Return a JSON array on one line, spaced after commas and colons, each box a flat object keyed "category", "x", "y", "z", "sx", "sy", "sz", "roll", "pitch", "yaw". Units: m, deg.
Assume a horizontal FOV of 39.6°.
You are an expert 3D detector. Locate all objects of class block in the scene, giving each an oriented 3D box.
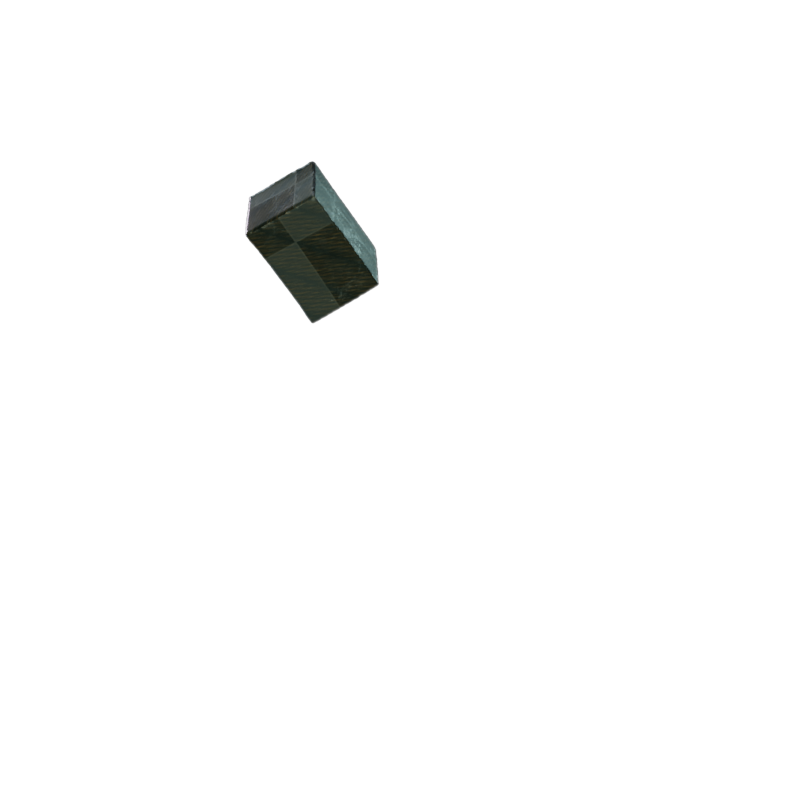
[{"category": "block", "x": -0.055, "y": -0.101, "z": 0.706, "sx": 0.053, "sy": 0.073, "sz": 0.054, "roll": -28, "pitch": 28, "yaw": 14}]
